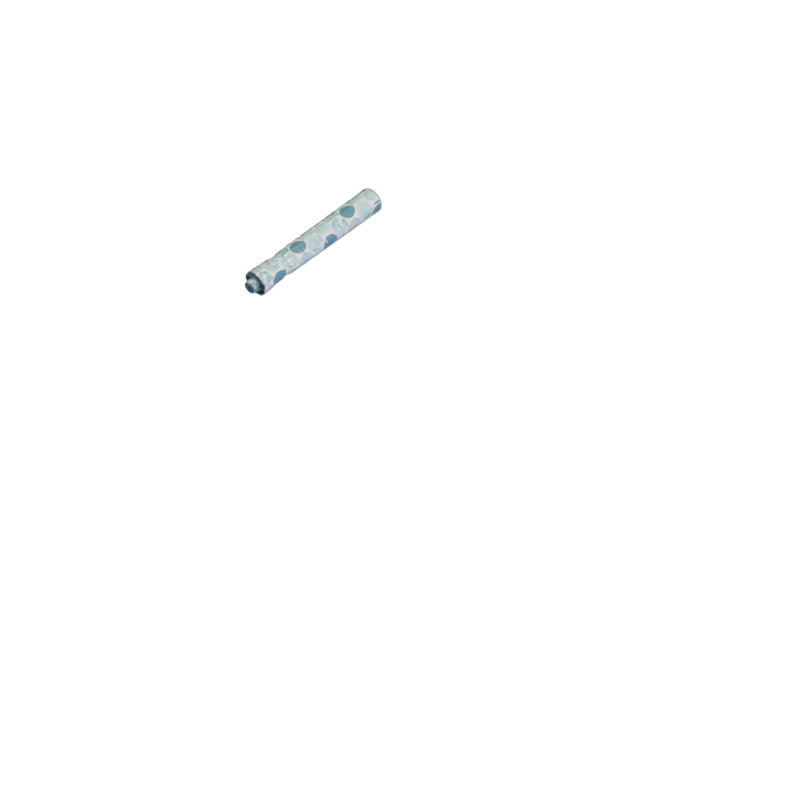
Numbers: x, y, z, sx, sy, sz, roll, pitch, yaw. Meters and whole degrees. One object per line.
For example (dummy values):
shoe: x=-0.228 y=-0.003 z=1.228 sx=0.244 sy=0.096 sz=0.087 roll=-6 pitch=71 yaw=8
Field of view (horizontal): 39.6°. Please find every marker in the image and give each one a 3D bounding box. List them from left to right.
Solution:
marker: x=-0.059 y=-0.108 z=0.753 sx=0.122 sy=0.019 sz=0.021 roll=-41 pitch=27 yaw=-31
